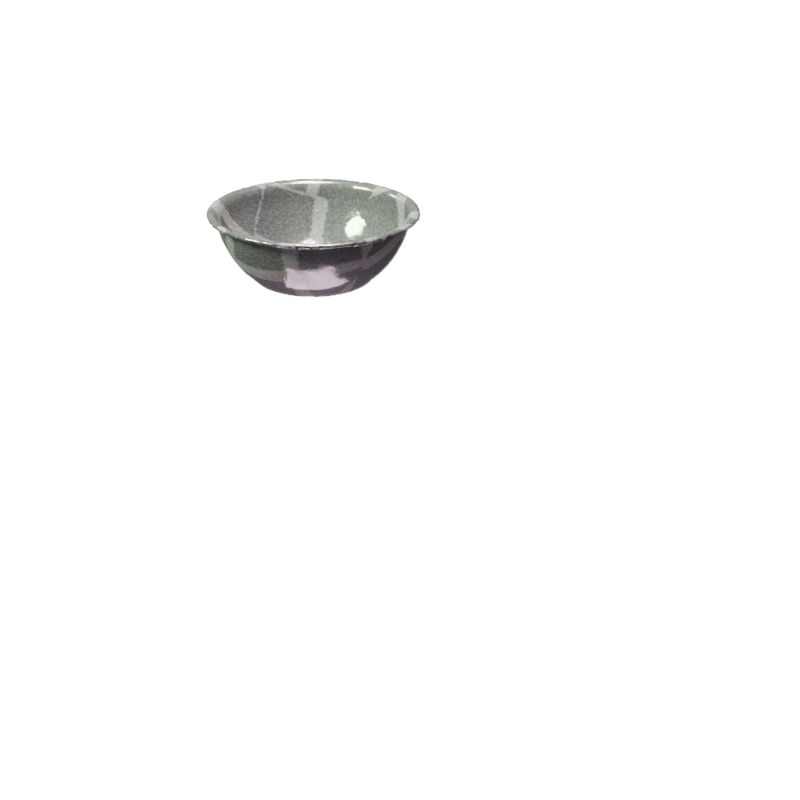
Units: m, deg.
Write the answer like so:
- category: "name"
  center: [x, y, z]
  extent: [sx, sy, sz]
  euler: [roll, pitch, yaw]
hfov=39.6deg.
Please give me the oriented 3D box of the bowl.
- category: "bowl"
  center: [-0.066, -0.121, 0.847]
  extent: [0.162, 0.052, 0.171]
  euler: [-1, 26, -2]
